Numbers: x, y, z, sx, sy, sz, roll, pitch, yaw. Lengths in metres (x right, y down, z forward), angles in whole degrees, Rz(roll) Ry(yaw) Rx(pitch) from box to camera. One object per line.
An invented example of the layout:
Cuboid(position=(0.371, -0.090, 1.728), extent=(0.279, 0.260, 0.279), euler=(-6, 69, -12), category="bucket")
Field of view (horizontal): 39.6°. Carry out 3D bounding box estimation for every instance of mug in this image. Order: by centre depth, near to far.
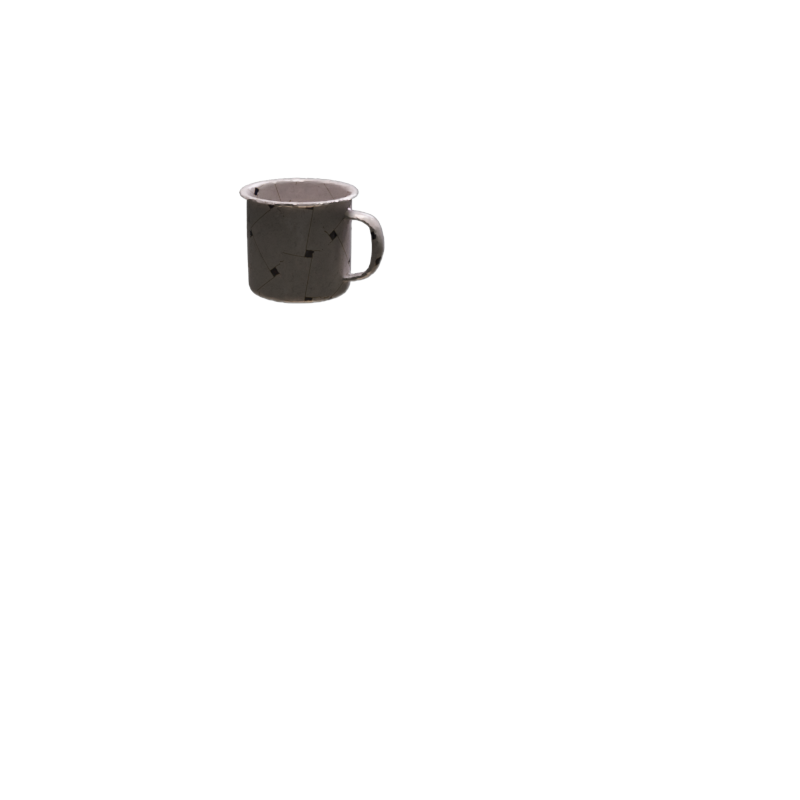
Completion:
Cuboid(position=(-0.068, -0.124, 0.865), extent=(0.121, 0.078, 0.094), euler=(8, 21, 19), category="mug")
